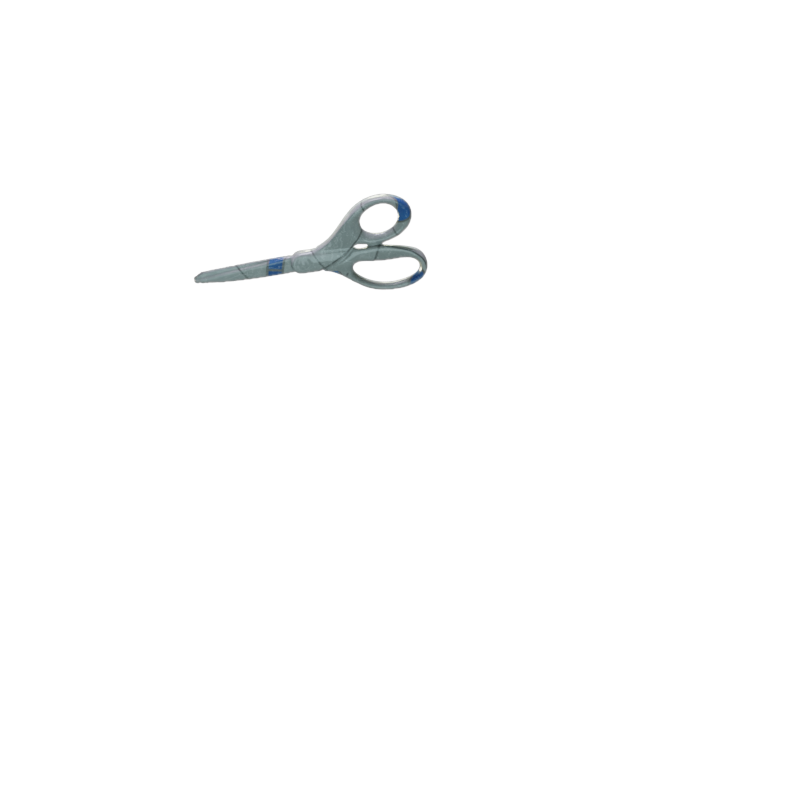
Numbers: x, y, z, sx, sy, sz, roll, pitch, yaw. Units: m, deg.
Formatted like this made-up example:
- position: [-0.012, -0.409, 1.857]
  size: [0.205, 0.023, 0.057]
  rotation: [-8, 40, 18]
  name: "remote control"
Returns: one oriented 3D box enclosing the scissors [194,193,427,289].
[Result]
- position: [-0.075, -0.137, 0.956]
  size: [0.201, 0.092, 0.017]
  rotation: [5, 24, -2]
  name: "scissors"
